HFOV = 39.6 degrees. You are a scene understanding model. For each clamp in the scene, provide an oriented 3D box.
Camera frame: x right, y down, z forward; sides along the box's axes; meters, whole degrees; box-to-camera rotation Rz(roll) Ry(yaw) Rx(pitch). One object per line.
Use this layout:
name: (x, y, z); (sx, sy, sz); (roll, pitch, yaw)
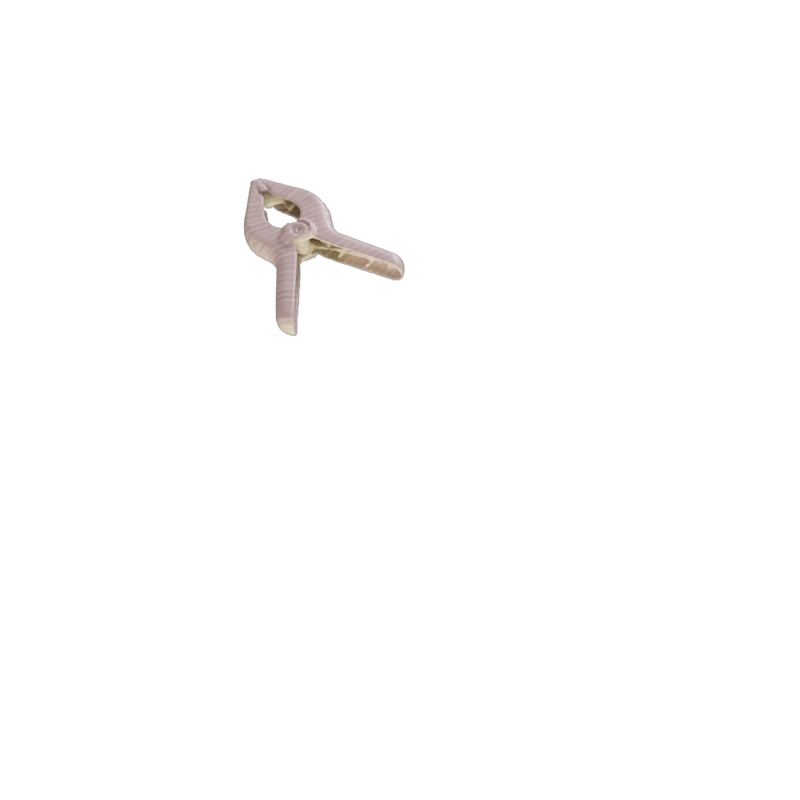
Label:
clamp: (-0.076, -0.139, 0.976); (0.119, 0.185, 0.037); (-18, -36, -14)
